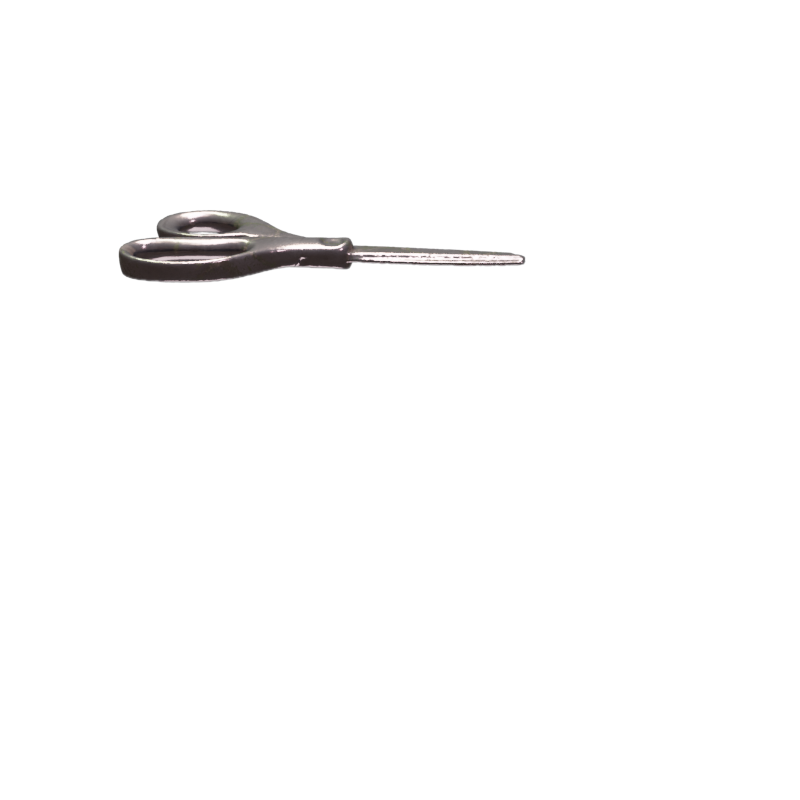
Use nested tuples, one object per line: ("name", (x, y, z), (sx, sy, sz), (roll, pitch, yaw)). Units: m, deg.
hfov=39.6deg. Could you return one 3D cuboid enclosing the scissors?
("scissors", (-0.046, -0.084, 0.585), (0.200, 0.015, 0.102), (-4, 26, -9))
